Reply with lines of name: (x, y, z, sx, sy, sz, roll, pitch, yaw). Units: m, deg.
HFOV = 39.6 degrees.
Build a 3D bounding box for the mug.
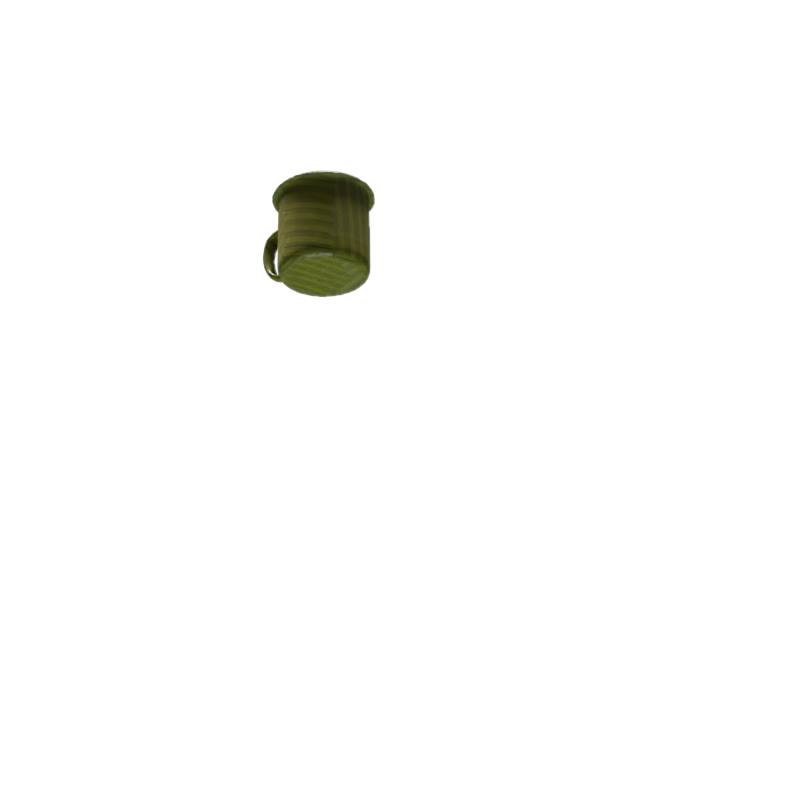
mug: (-0.077, -0.141, 0.990, 0.118, 0.087, 0.087, -19, -32, 32)
